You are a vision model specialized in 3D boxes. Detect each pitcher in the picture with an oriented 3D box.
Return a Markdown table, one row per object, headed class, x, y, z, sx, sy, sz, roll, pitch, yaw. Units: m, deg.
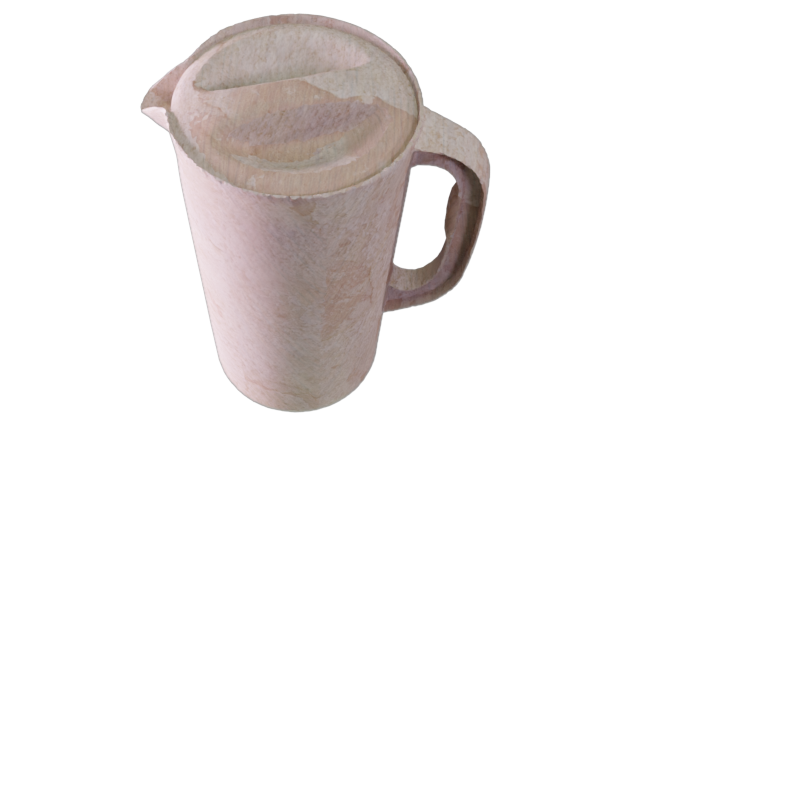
| class | x | y | z | sx | sy | sz | roll | pitch | yaw |
| --- | --- | --- | --- | --- | --- | --- | --- | --- | --- |
| pitcher | -0.051 | -0.093 | 0.654 | 0.145 | 0.159 | 0.227 | -29 | -27 | -20 |
